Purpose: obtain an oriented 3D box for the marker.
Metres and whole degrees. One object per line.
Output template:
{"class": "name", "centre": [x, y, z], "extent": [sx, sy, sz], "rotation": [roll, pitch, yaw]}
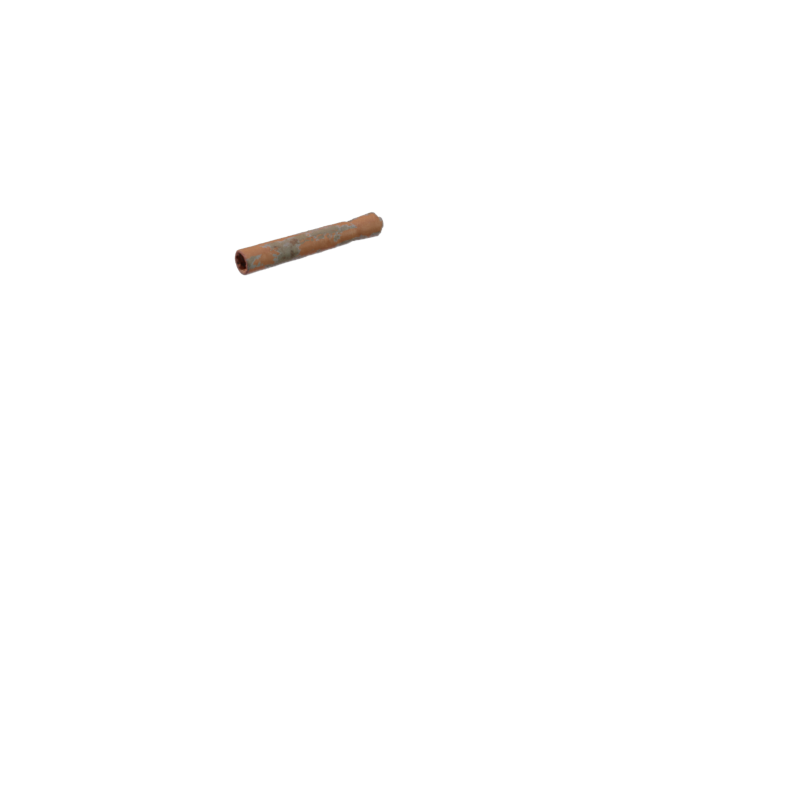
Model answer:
{"class": "marker", "centre": [-0.063, -0.115, 0.802], "extent": [0.119, 0.019, 0.021], "rotation": [-21, 15, -30]}
